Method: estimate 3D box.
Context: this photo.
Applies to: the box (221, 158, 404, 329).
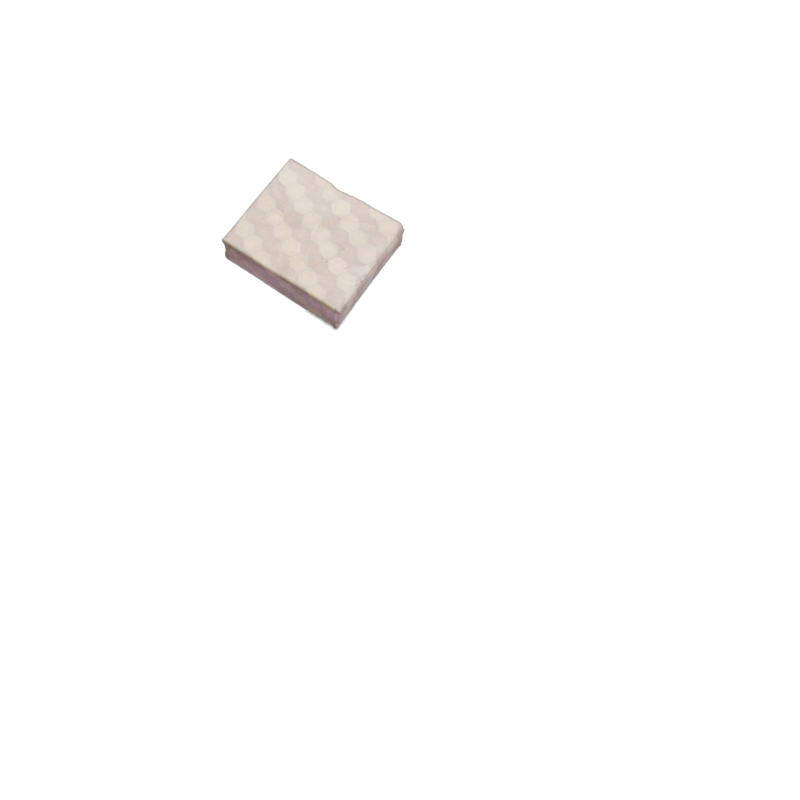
[{"bbox_3d":[-0.054,-0.099,0.693,0.092,0.075,0.028,32,-22,14],"label":"box"}]
